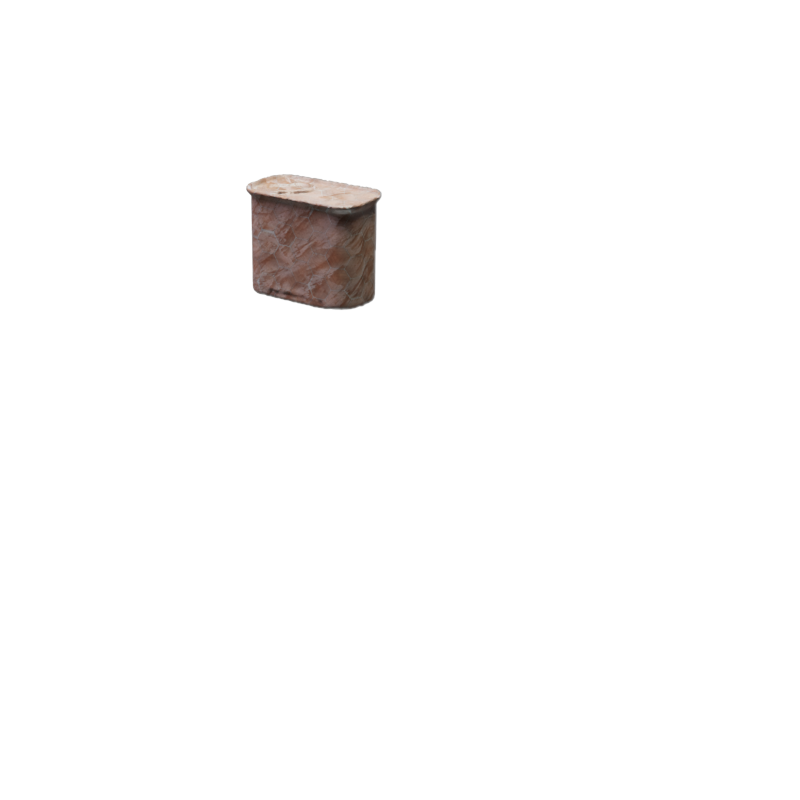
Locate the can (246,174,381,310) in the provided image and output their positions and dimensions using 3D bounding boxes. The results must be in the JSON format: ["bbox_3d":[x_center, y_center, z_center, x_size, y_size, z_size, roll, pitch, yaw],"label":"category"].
[{"bbox_3d":[-0.066,-0.121,0.844,0.107,0.080,0.057,15,25,29],"label":"can"}]
